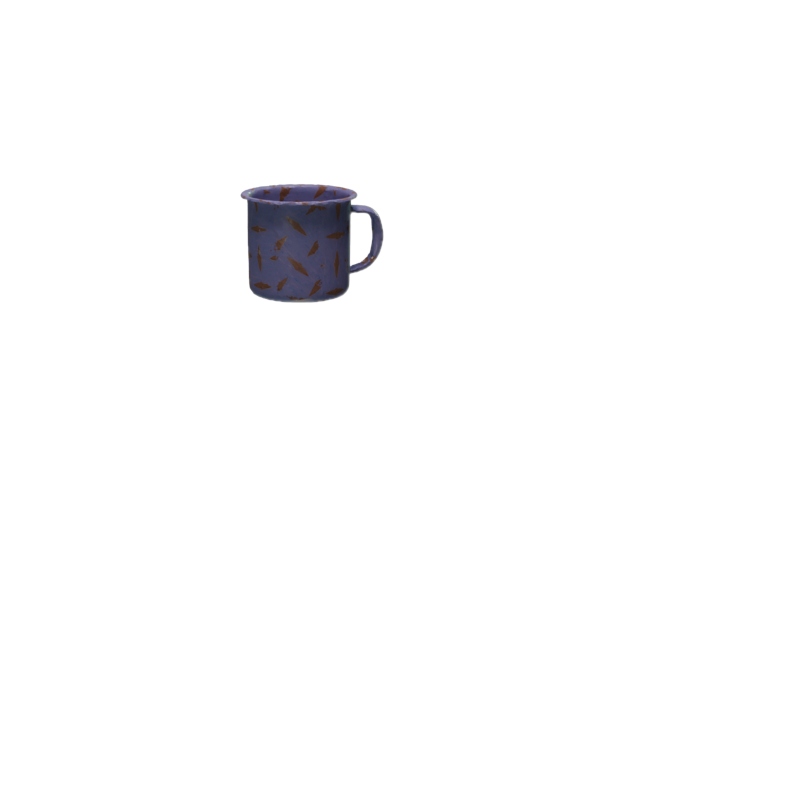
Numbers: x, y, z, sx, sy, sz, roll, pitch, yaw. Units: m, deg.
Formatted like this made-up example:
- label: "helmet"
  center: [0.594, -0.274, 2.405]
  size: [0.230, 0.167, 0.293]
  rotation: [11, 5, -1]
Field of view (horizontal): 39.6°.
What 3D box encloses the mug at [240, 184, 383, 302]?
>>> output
- label: "mug"
  center: [-0.070, -0.127, 0.892]
  size: [0.115, 0.079, 0.098]
  rotation: [-6, 18, -20]
